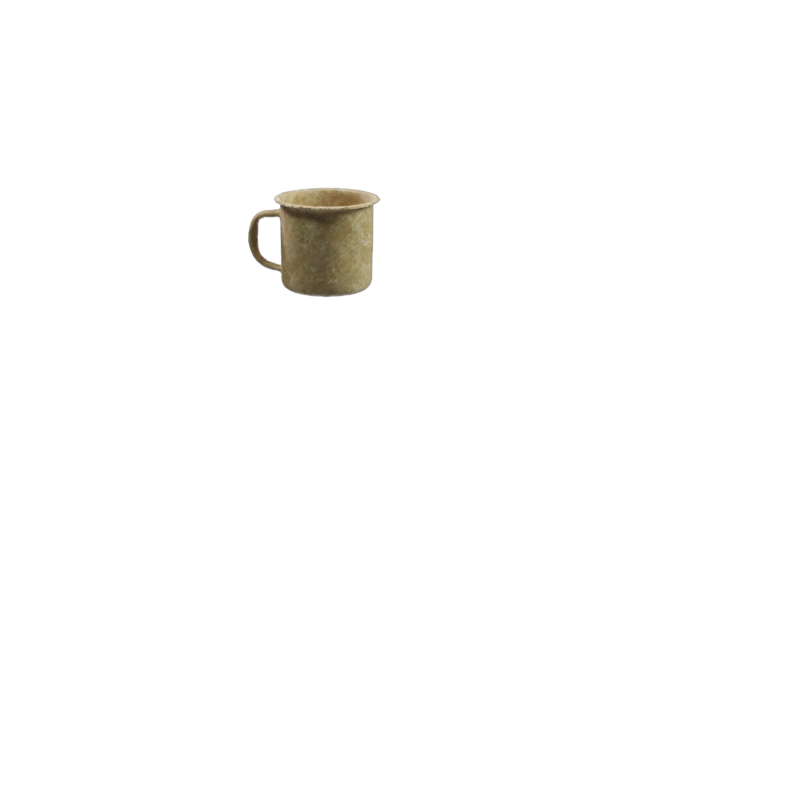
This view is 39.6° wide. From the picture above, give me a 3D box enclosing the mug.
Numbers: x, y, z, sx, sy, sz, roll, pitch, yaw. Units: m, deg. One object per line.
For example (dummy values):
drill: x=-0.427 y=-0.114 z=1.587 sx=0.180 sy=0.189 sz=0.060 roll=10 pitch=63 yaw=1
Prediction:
mug: x=-0.077 y=-0.140 z=0.983 sx=0.118 sy=0.079 sz=0.096 roll=1 pitch=18 yaw=2
